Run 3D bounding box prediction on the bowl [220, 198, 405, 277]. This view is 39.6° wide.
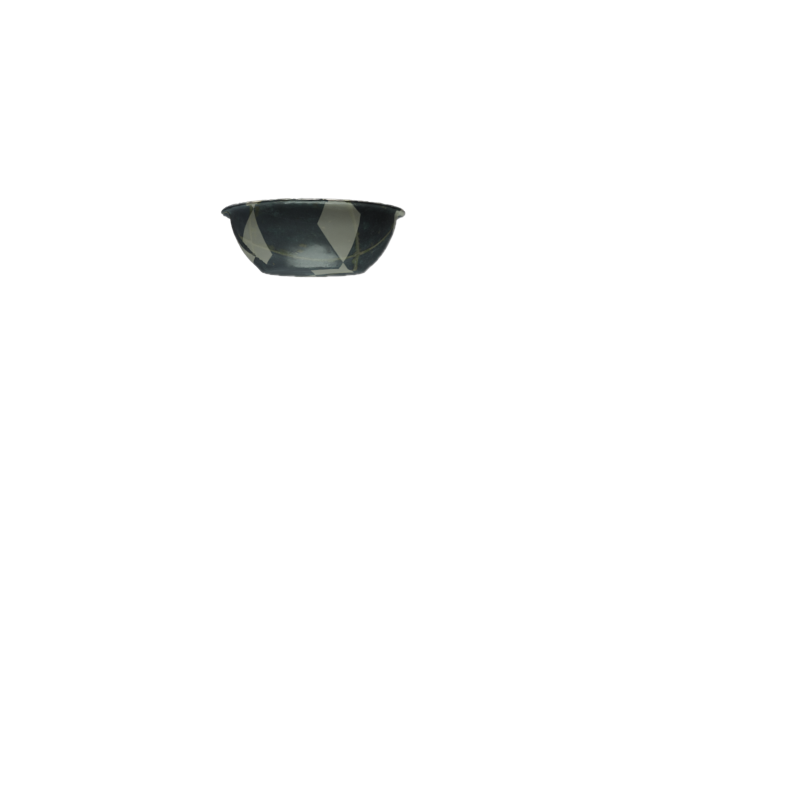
[{"bbox_3d":[-0.076,-0.138,0.969,0.162,0.055,0.161,0,1,-2],"label":"bowl"}]
